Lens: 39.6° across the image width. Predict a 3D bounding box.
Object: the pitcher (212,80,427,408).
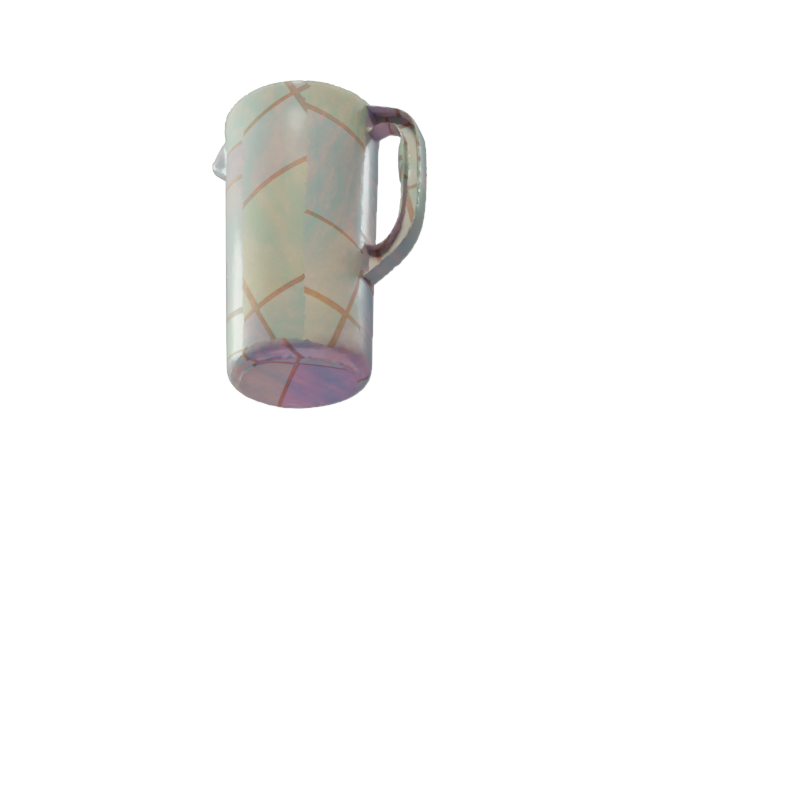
[{"bbox_3d":[-0.068,-0.125,0.875,0.140,0.259,0.145,11,-32,-22],"label":"pitcher"}]
